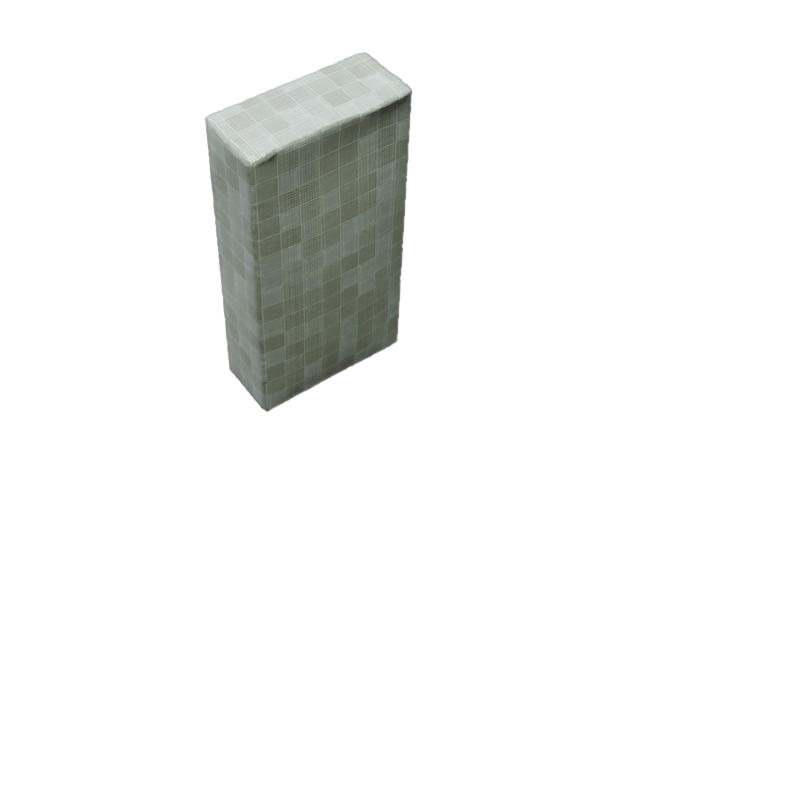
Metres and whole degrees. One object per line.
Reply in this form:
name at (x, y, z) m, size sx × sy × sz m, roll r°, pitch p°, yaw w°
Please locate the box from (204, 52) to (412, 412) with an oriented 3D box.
box at (-0.044, -0.080, 0.562) m, size 0.093 × 0.164 × 0.051 m, roll -29°, pitch 58°, yaw -25°
